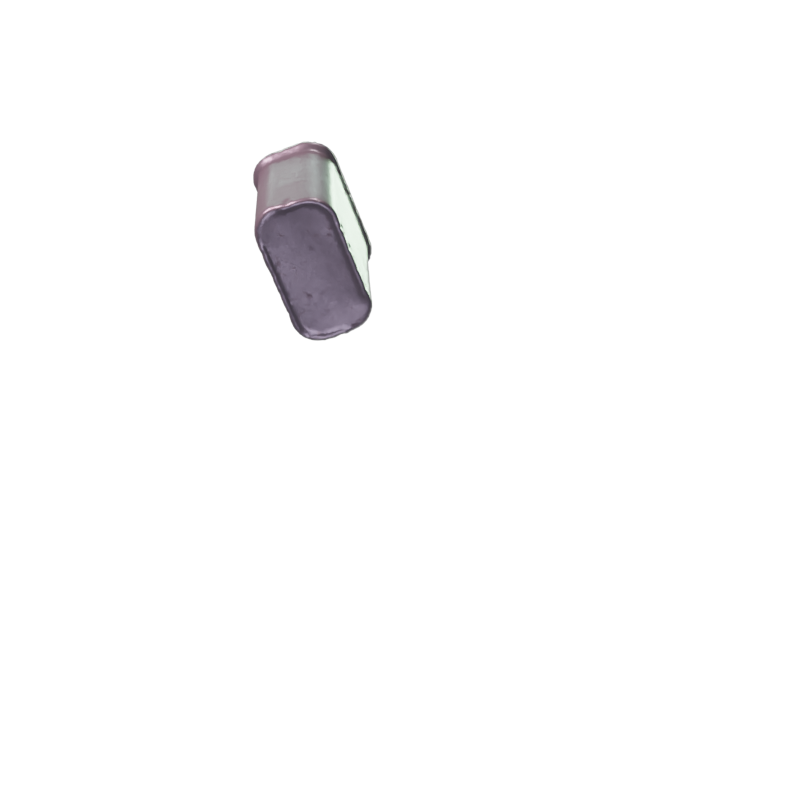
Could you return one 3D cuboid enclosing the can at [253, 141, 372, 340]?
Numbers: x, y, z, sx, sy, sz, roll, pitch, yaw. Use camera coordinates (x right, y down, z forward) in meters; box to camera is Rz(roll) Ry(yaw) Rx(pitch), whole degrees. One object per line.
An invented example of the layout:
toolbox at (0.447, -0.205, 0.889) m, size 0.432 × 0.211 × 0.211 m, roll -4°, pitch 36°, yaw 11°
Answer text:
can at (-0.055, -0.101, 0.704) m, size 0.058 × 0.095 × 0.089 m, roll -18°, pitch 30°, yaw 8°
